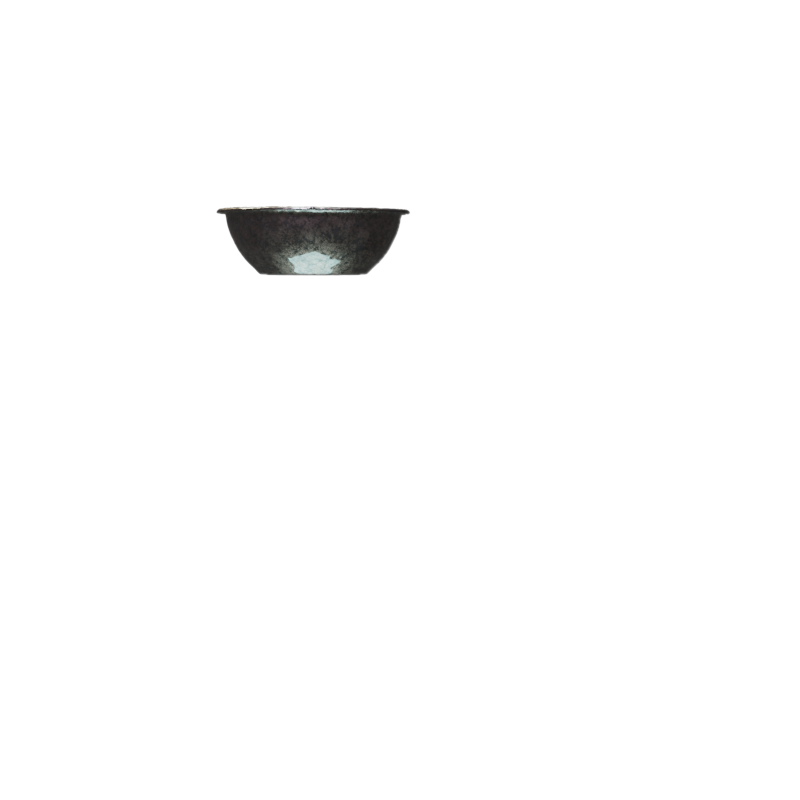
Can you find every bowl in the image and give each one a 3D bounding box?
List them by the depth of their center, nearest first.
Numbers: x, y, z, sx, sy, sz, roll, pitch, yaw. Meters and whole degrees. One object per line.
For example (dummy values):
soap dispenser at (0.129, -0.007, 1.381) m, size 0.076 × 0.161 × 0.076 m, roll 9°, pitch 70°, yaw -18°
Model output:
bowl at (-0.073, -0.133, 0.928) m, size 0.162 × 0.055 × 0.164 m, roll 0°, pitch 7°, yaw -2°
